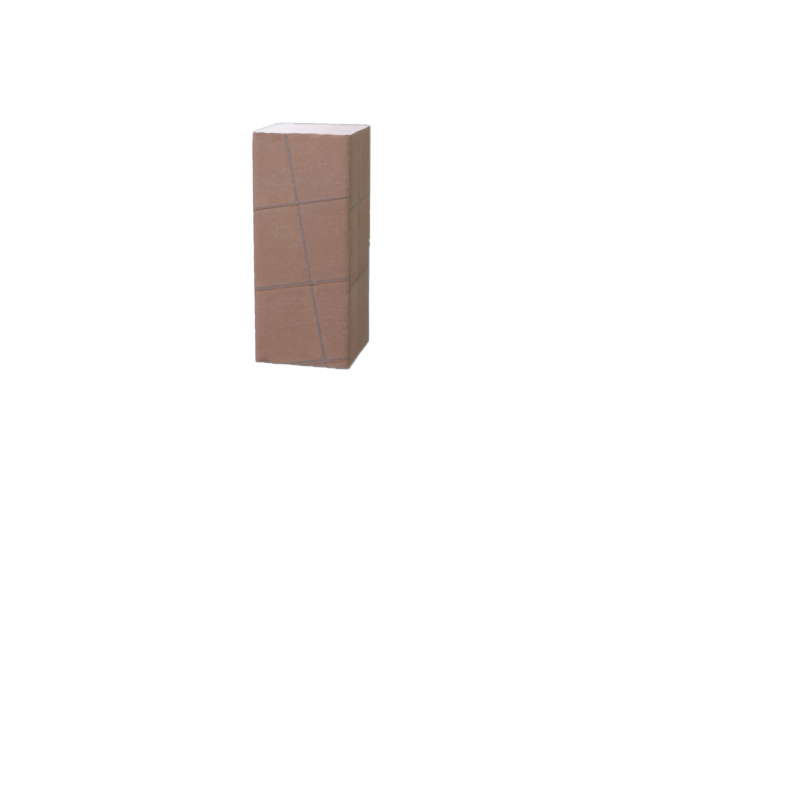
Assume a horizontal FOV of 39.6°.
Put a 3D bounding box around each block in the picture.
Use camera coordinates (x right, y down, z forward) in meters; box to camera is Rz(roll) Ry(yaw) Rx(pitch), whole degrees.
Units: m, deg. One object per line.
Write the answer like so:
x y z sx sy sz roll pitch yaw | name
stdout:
-0.079 -0.143 0.999 0.092 0.200 0.092 4 14 11 | block
